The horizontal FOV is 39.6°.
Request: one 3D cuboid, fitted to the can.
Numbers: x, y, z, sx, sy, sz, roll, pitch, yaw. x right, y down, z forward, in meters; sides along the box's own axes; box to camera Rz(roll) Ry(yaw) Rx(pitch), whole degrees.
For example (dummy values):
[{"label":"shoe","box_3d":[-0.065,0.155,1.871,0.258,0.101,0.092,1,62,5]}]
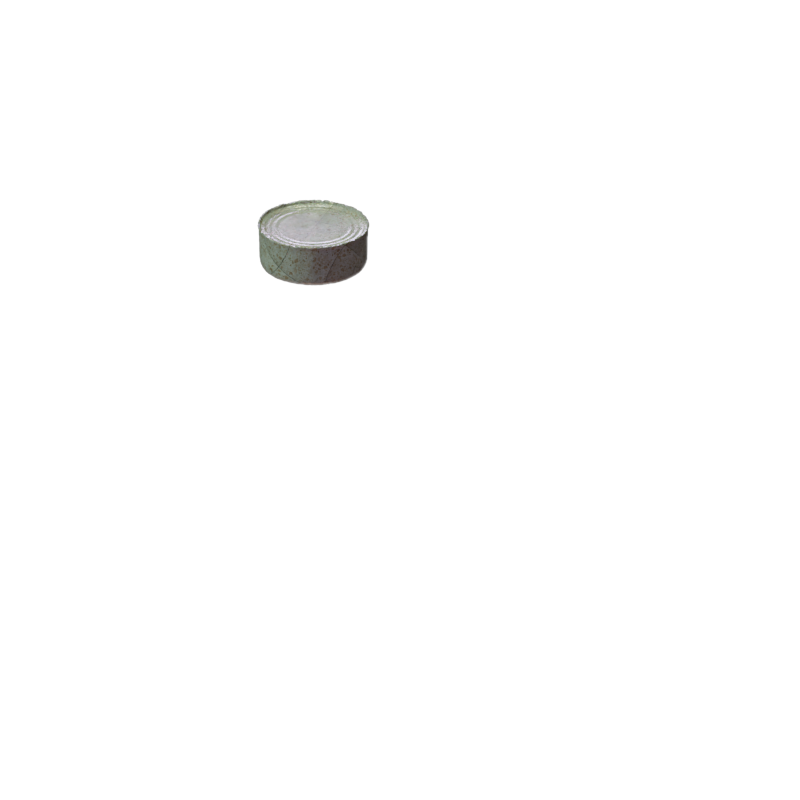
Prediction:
[{"label":"can","box_3d":[-0.067,-0.123,0.859,0.086,0.032,0.091,-1,32,-2]}]
